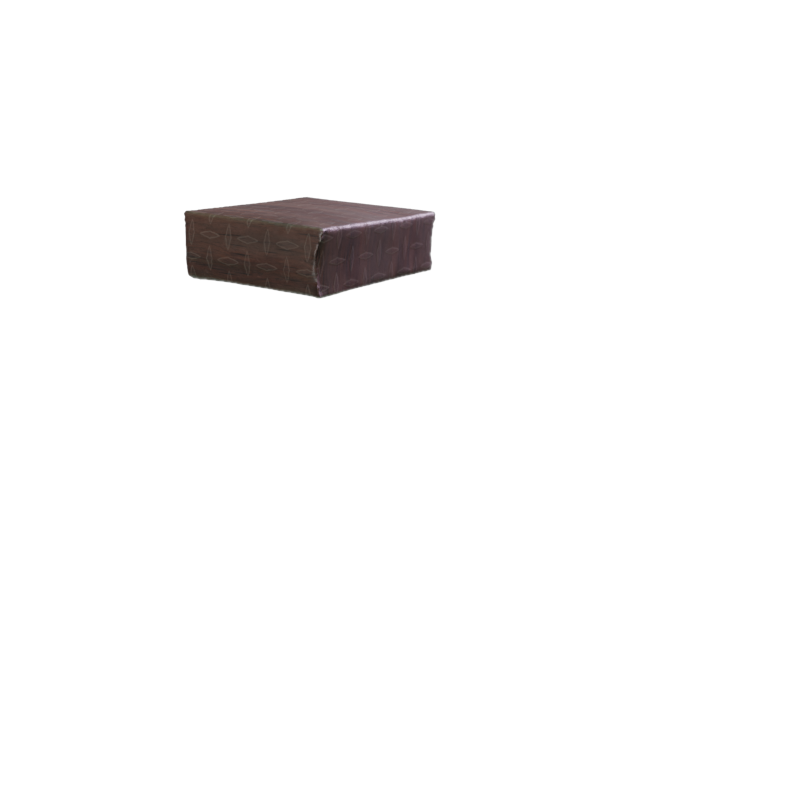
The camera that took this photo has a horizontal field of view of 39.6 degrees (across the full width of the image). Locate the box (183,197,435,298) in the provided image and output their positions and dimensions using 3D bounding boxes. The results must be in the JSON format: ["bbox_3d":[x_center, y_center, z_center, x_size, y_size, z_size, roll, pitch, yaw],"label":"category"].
[{"bbox_3d":[-0.047,-0.085,0.598,0.094,0.038,0.112,10,19,31],"label":"box"}]
